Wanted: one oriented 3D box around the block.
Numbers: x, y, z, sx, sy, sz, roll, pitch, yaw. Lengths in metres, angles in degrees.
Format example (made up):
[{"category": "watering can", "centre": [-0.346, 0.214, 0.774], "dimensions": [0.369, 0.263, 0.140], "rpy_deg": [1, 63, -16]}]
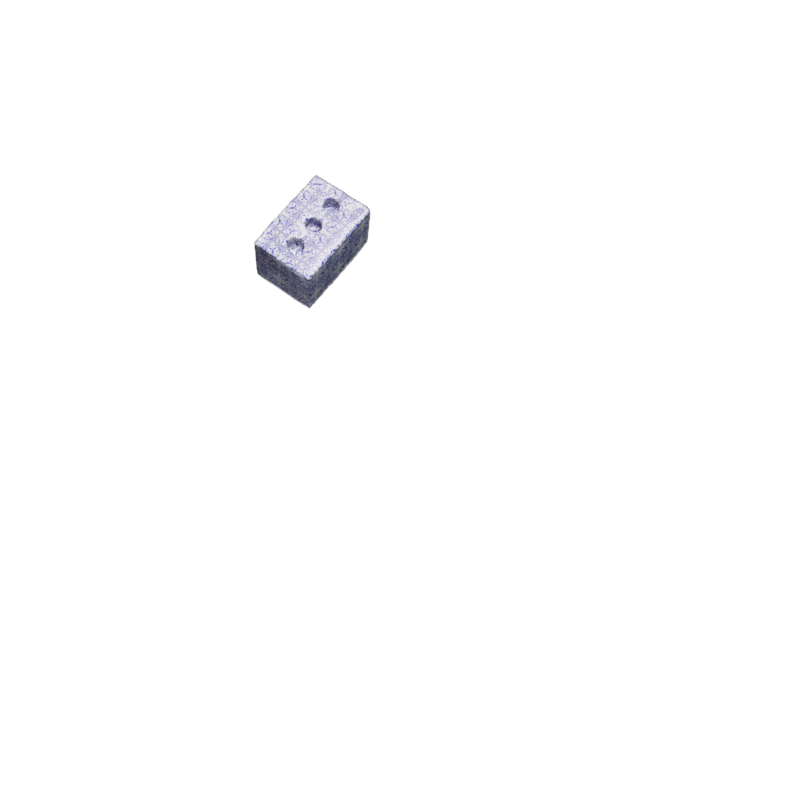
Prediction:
[{"category": "block", "centre": [-0.066, -0.120, 0.837], "dimensions": [0.055, 0.080, 0.048], "rpy_deg": [33, -23, 13]}]
